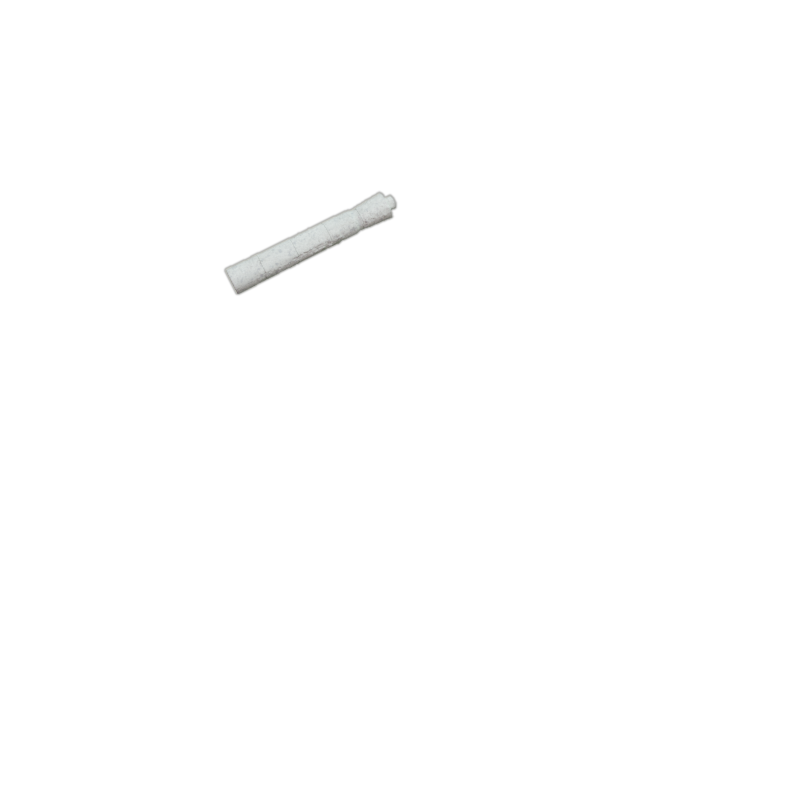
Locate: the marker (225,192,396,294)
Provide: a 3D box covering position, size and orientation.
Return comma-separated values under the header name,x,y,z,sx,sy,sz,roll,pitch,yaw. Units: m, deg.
name,x,y,z,sx,sy,sz,roll,pitch,yaw
marker,-0.057,-0.105,0.732,0.121,0.019,0.020,-27,7,-5
